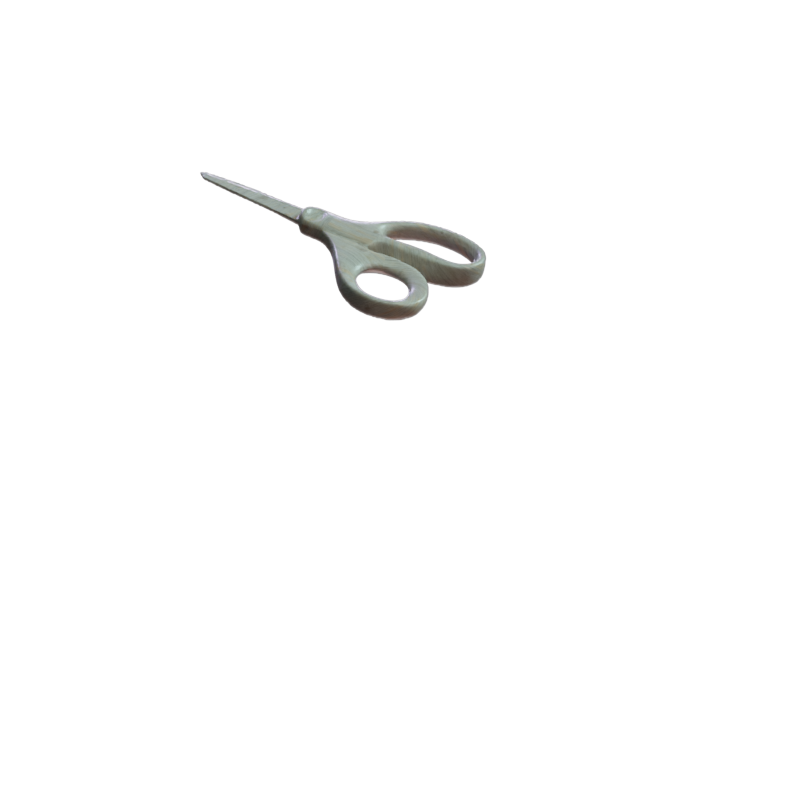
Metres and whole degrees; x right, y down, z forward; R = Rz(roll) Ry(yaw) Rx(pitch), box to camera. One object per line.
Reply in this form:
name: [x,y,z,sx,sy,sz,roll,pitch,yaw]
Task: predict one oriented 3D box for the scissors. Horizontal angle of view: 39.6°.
scissors: [-0.052,-0.094,0.659,0.209,0.015,0.099,15,40,19]
